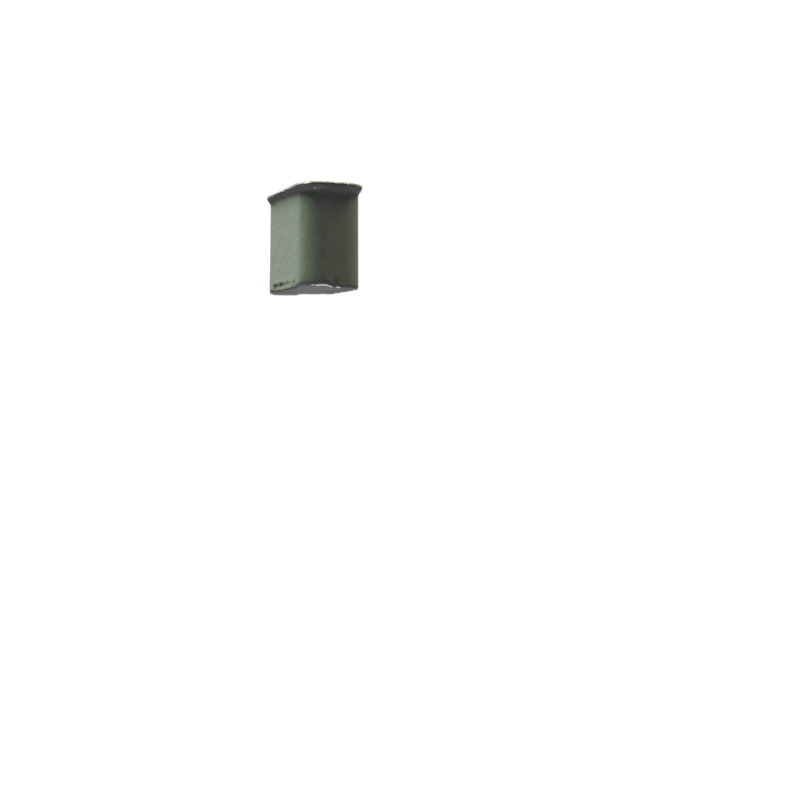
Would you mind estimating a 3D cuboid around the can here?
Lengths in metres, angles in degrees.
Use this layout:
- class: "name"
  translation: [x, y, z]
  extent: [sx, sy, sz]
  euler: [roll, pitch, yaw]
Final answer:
- class: "can"
  translation: [-0.072, -0.130, 0.914]
  extent: [0.056, 0.085, 0.104]
  euler: [2, -3, -25]
